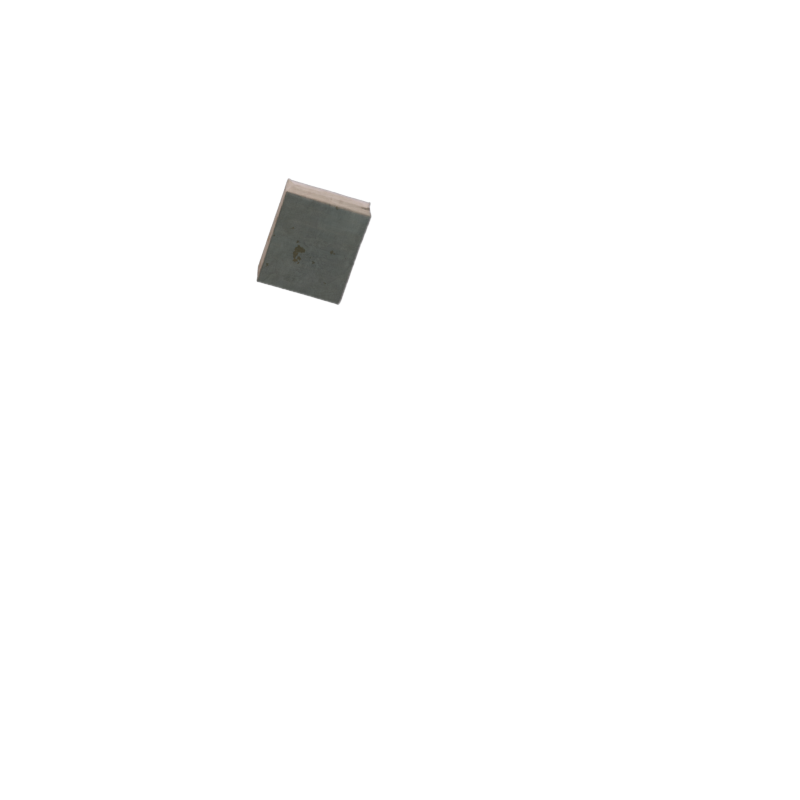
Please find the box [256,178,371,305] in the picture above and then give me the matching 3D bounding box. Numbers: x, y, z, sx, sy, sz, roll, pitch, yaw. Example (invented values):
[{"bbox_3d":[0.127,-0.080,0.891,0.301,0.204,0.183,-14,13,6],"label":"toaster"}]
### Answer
[{"bbox_3d":[-0.071,-0.130,0.912,0.072,0.086,0.032,16,26,-9],"label":"box"}]
